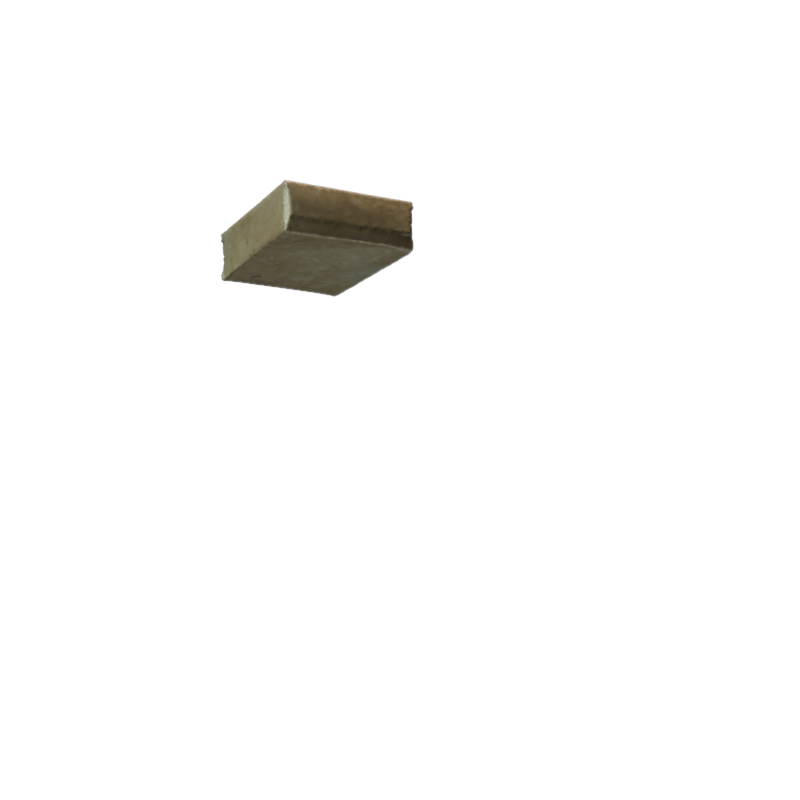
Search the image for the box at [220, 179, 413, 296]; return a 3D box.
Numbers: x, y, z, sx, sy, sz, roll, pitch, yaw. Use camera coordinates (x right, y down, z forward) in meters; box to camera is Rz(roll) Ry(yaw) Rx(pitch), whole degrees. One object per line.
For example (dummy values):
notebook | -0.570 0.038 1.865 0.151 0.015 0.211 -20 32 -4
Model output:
box | -0.056 -0.103 0.722 0.086 0.041 0.113 8 -16 -27
